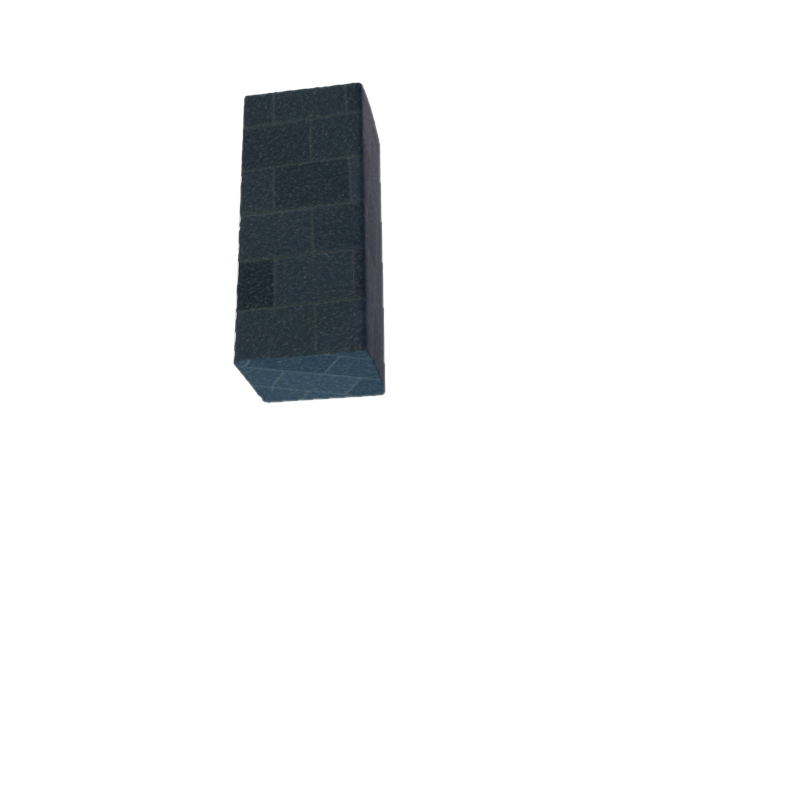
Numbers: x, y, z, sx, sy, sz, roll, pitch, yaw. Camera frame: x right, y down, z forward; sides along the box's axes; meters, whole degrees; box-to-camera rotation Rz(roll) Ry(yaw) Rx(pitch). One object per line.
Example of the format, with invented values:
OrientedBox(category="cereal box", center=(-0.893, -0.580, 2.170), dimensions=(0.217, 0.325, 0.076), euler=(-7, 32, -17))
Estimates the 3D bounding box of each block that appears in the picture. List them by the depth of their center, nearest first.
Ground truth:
OrientedBox(category="block", center=(-0.062, -0.113, 0.791), dimensions=(0.092, 0.218, 0.084), euler=(-5, -25, 8))
